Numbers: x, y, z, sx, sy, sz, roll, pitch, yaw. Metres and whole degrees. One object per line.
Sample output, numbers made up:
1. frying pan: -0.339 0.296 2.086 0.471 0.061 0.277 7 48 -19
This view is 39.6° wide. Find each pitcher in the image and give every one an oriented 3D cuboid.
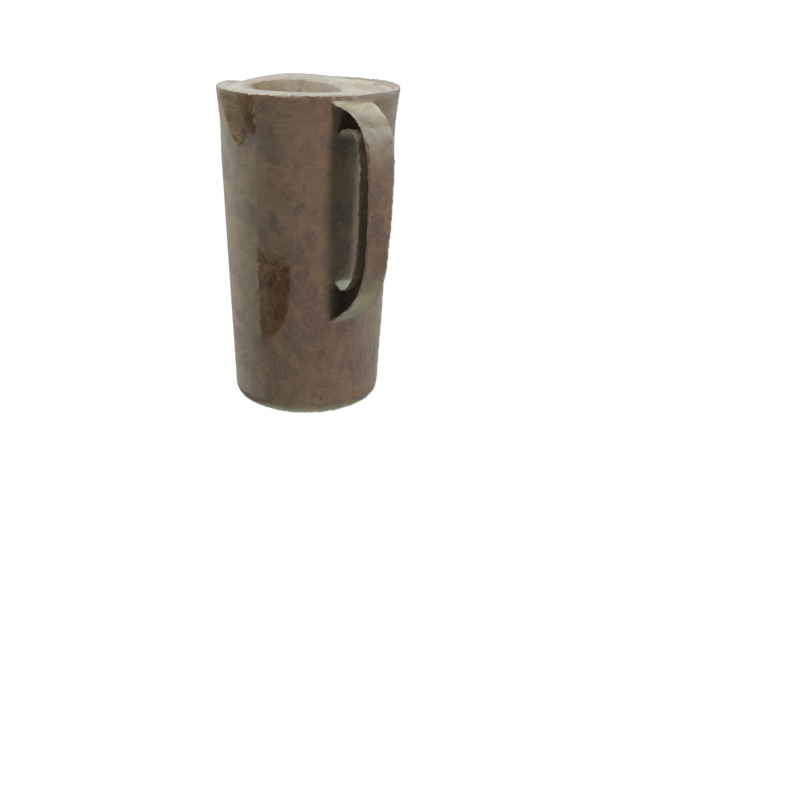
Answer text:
1. pitcher: -0.064 -0.117 0.817 0.148 0.235 0.152 5 17 13
